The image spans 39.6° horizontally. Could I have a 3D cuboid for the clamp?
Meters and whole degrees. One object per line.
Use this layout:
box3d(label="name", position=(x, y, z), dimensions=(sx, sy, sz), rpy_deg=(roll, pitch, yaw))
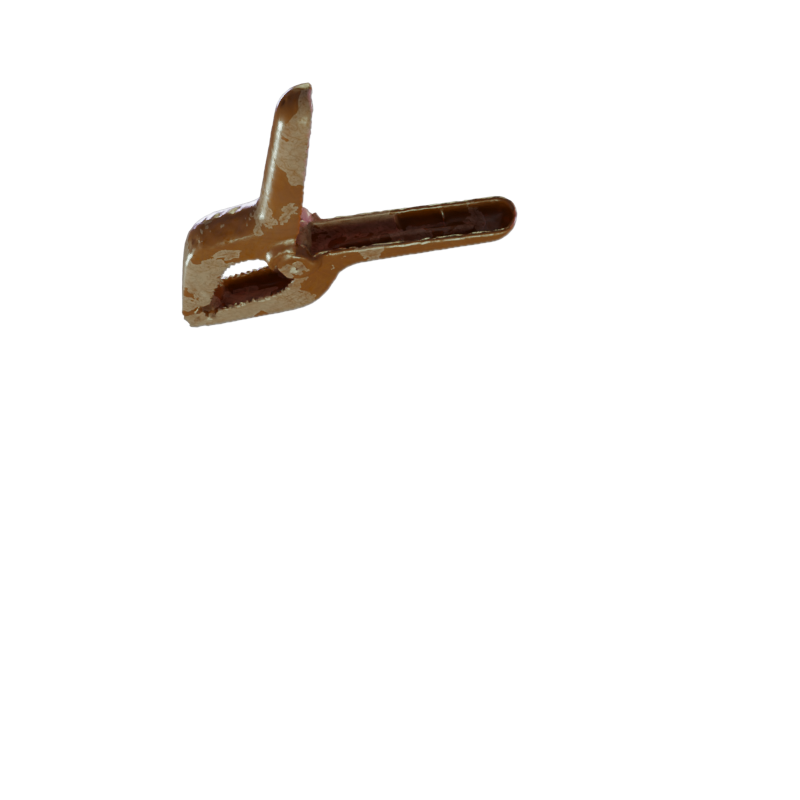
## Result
box3d(label="clamp", position=(-0.050, -0.091, 0.638), dimensions=(0.156, 0.039, 0.208), rpy_deg=(20, -34, -32))
